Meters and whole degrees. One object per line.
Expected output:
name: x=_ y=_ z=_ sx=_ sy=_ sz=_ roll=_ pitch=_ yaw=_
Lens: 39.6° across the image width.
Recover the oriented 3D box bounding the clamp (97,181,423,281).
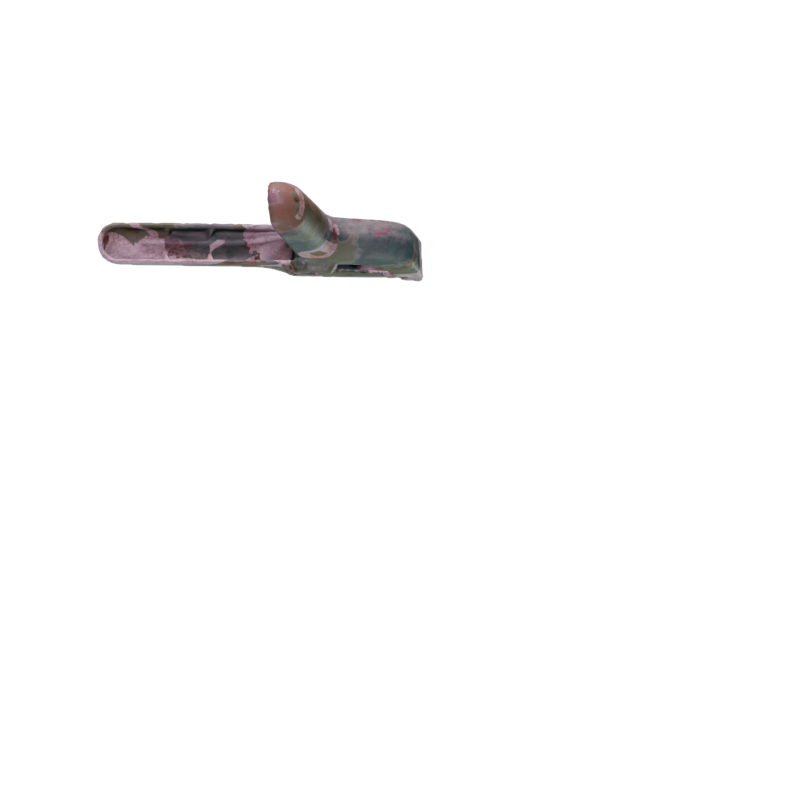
clamp: x=-0.052 y=-0.095 z=0.666 sx=0.201 sy=0.037 sz=0.169 roll=1 pitch=-2 yaw=-39
